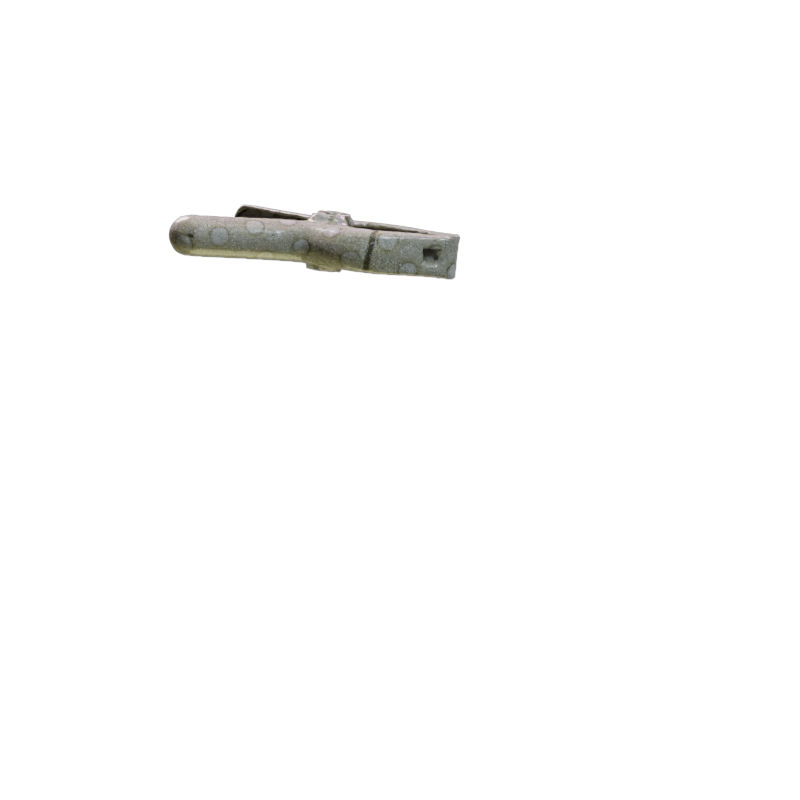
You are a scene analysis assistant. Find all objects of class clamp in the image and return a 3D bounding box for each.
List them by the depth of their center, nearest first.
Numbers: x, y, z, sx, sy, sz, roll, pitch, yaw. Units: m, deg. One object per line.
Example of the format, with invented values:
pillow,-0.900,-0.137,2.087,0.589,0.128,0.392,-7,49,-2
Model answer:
clamp,-0.054,-0.098,0.684,0.178,0.038,0.120,9,20,24
